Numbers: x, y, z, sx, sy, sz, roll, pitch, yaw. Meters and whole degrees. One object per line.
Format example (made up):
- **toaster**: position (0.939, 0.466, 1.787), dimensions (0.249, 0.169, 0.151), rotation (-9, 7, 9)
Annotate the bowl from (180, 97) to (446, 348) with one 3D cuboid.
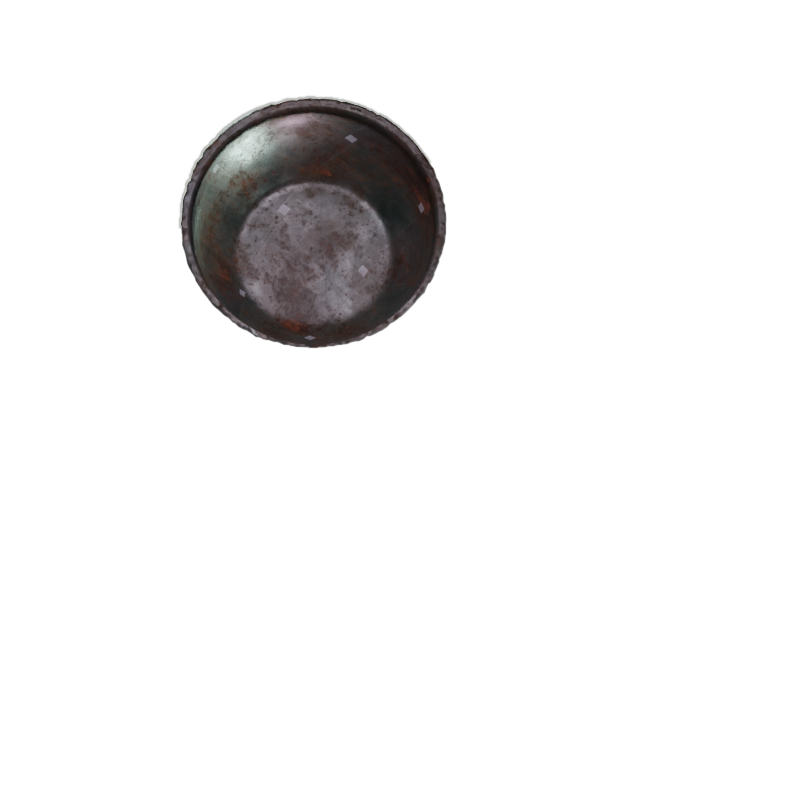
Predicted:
- **bowl**: position (-0.051, -0.093, 0.650), dimensions (0.162, 0.155, 0.058), rotation (1, 22, -1)
